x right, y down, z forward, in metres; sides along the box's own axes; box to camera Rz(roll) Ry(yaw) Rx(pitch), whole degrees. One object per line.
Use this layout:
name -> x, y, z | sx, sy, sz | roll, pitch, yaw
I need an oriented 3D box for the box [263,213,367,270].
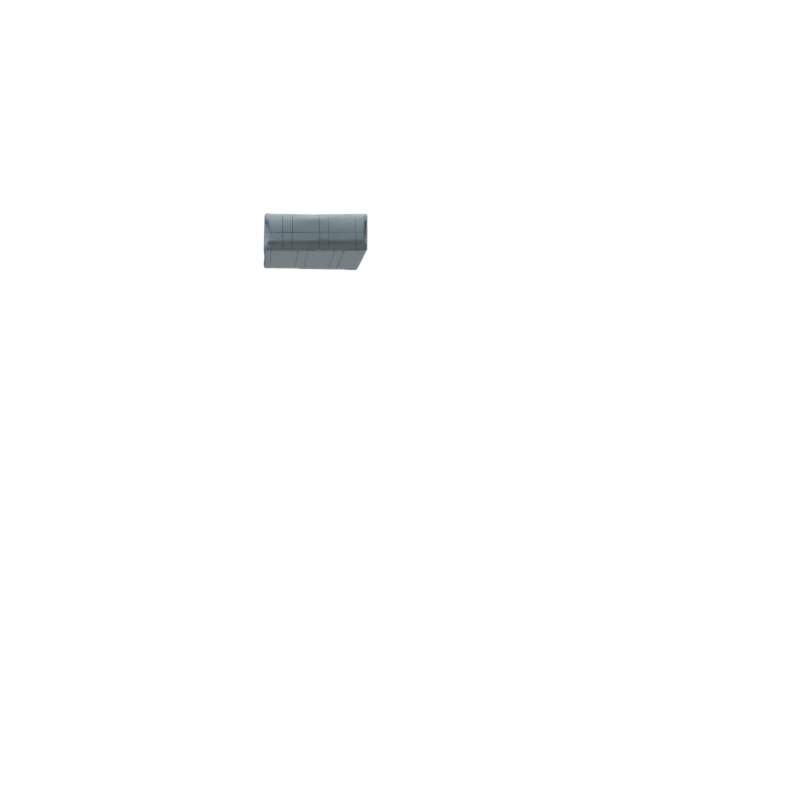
box -> -0.064, -0.117, 0.817 | 0.073, 0.031, 0.088 | 0, -2, -5
